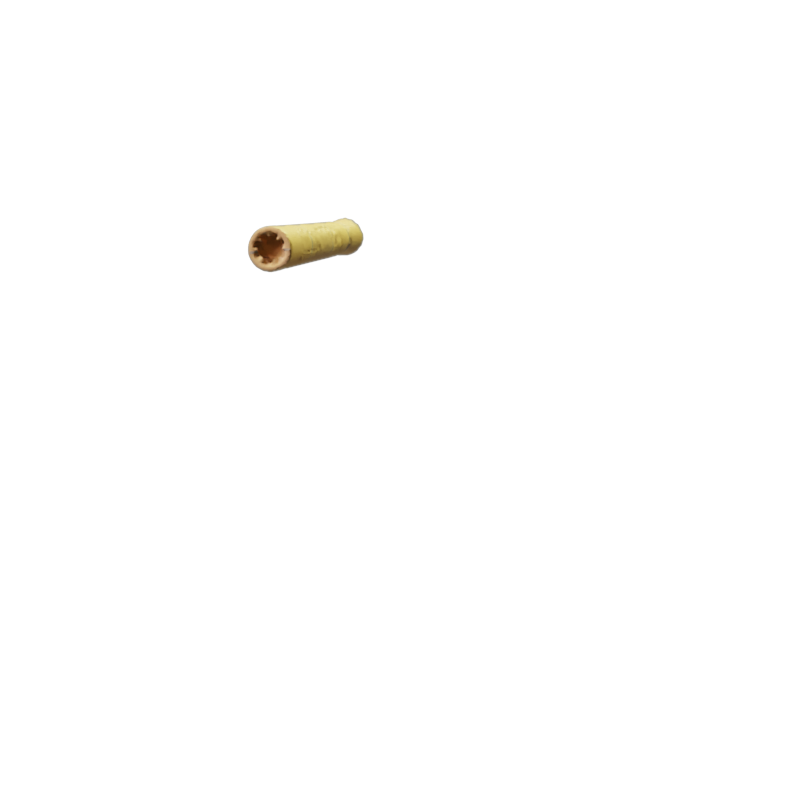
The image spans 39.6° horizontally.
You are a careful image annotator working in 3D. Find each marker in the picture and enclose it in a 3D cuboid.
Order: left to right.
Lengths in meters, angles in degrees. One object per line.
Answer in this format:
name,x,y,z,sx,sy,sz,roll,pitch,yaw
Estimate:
marker,-0.039,-0.072,0.503,0.020,0.019,0.120,1,11,13
